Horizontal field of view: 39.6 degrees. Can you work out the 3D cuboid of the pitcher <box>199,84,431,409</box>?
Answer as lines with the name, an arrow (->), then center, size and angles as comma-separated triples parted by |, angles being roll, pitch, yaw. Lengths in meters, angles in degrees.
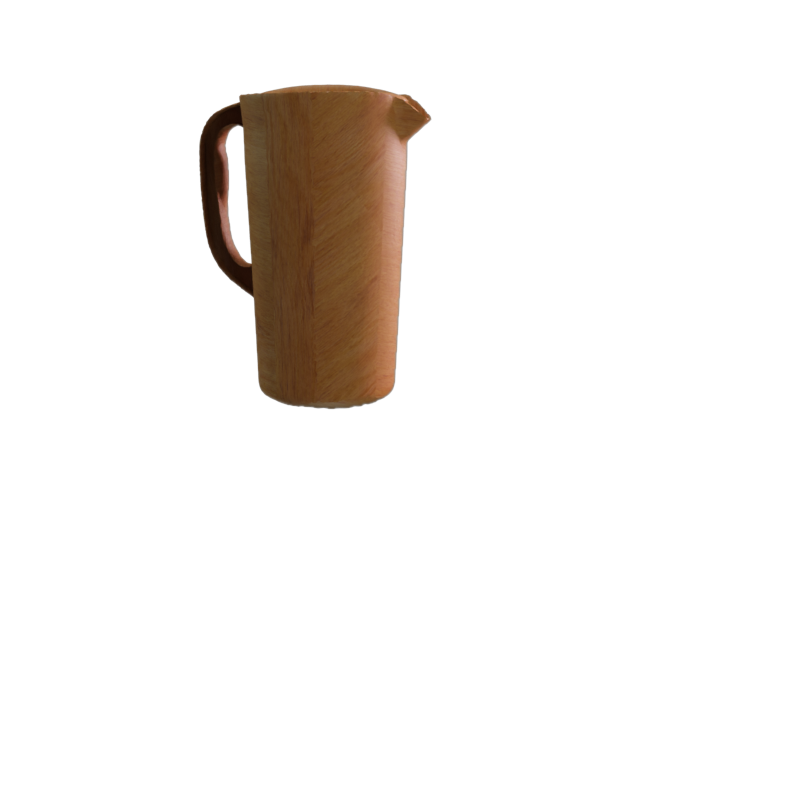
pitcher -> -0.068, -0.124, 0.867 | 0.141, 0.239, 0.156 | -4, 9, -27
